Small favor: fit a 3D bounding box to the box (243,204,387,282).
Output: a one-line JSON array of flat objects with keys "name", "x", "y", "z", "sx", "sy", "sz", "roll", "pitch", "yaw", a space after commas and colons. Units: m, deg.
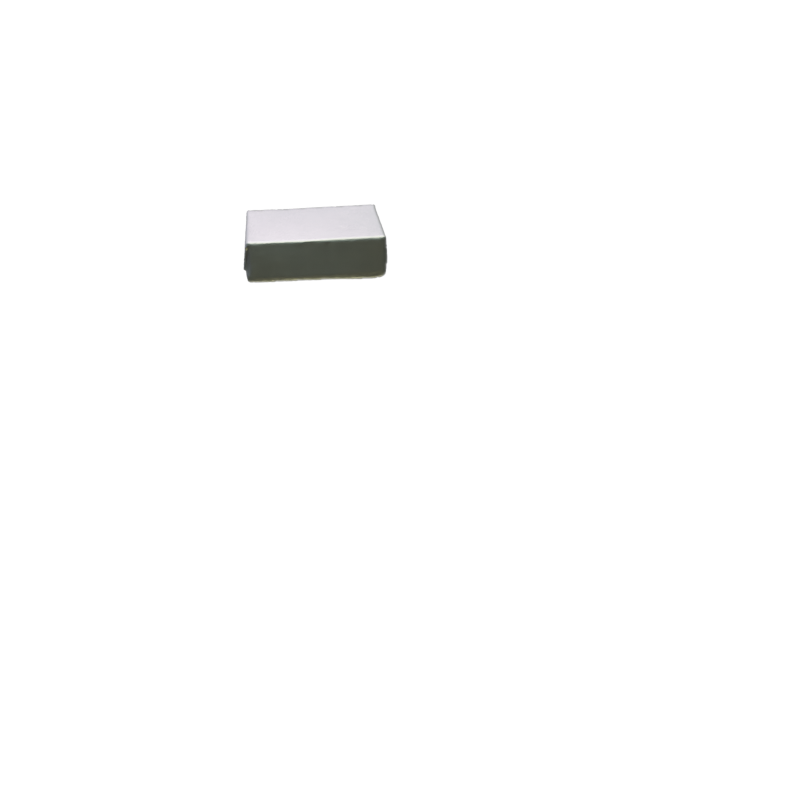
[{"name": "box", "x": -0.071, "y": -0.129, "z": 0.907, "sx": 0.113, "sy": 0.037, "sz": 0.095, "roll": -2, "pitch": 25, "yaw": -4}]
